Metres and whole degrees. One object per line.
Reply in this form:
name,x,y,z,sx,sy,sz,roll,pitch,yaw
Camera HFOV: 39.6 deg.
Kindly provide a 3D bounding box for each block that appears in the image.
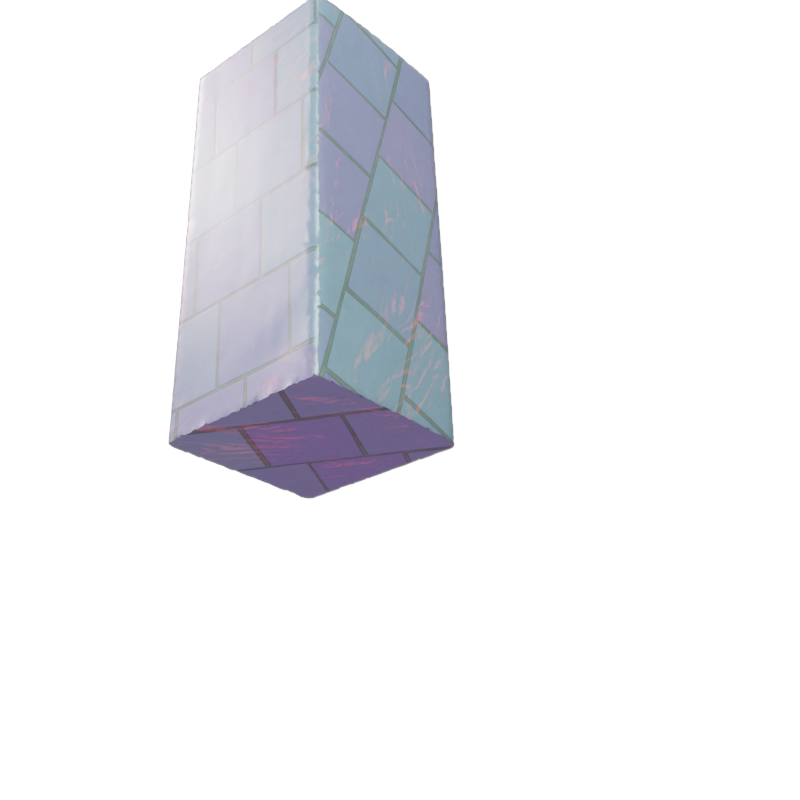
block,-0.040,-0.075,0.523,0.091,0.220,0.084,-26,-39,34
